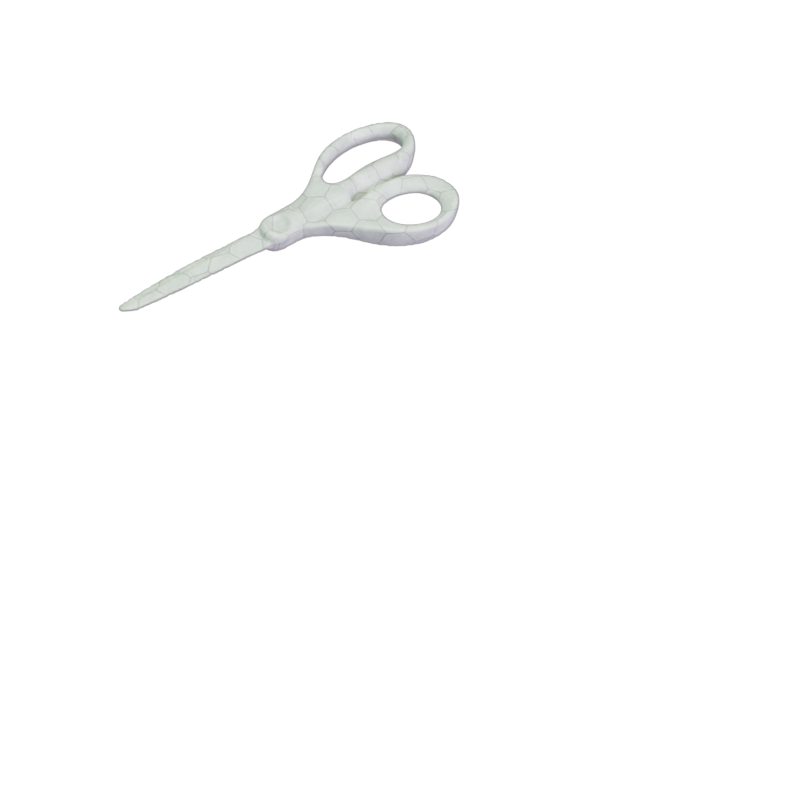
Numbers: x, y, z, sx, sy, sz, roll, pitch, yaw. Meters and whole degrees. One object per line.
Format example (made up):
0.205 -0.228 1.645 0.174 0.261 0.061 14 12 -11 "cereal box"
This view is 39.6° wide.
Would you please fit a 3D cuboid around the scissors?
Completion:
-0.047 -0.086 0.603 0.101 0.205 0.015 31 -32 22 "scissors"
